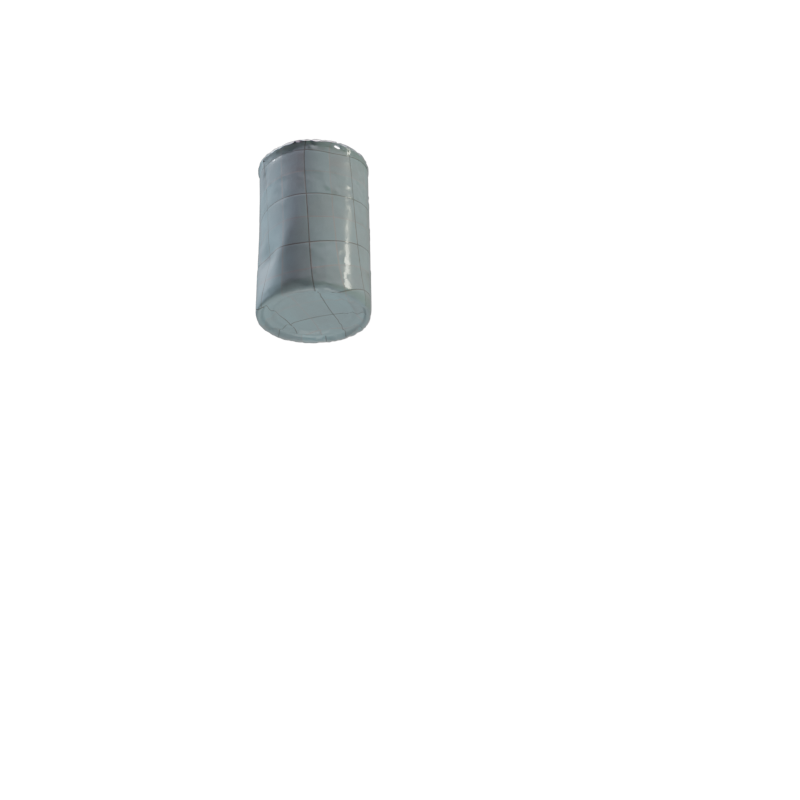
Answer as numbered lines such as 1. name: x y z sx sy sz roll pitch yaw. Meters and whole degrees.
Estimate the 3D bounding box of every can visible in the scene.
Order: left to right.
1. can: -0.051 -0.093 0.654 0.068 0.109 0.064 0 -29 -2
